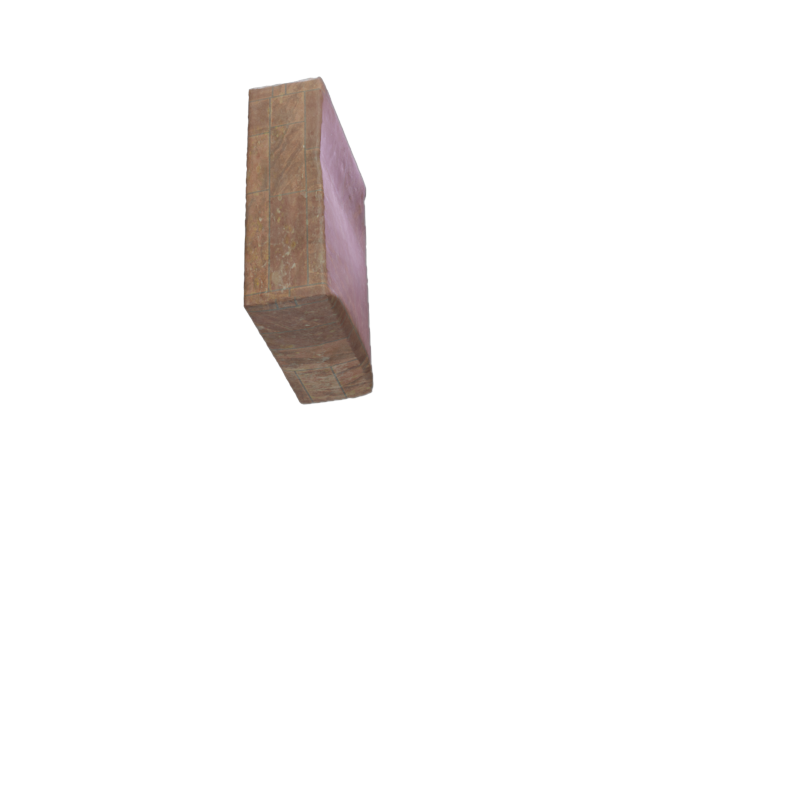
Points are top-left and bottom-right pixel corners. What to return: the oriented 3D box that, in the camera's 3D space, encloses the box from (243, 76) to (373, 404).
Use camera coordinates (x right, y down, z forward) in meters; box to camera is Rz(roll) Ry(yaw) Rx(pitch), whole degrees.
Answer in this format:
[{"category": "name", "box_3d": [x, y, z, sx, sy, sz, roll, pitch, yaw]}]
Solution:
[{"category": "box", "box_3d": [-0.071, -0.129, 0.904, 0.072, 0.228, 0.152, -9, -32, 9]}]
